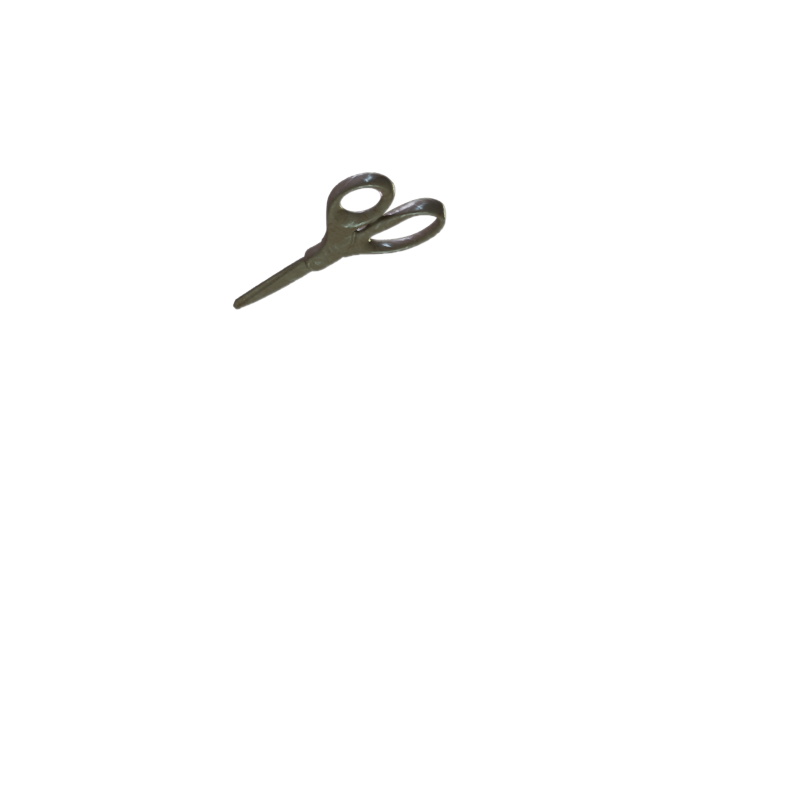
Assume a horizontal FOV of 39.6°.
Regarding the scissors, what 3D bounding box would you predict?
[{"bbox_3d":[-0.065,-0.119,0.830,0.204,0.017,0.089,-15,-34,23],"label":"scissors"}]
